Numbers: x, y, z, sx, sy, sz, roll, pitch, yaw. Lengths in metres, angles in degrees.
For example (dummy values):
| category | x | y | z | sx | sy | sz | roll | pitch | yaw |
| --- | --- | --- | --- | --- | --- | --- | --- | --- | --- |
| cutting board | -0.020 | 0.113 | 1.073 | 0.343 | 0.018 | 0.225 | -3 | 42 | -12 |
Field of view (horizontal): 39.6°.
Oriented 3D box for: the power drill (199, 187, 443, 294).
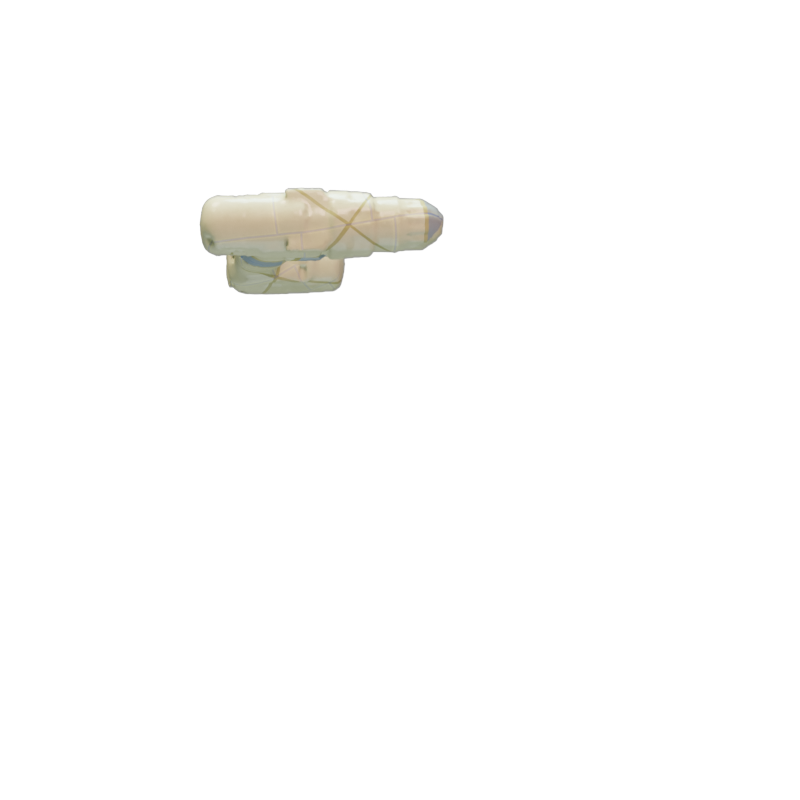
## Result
| category | x | y | z | sx | sy | sz | roll | pitch | yaw |
| --- | --- | --- | --- | --- | --- | --- | --- | --- | --- |
| power drill | -0.071 | -0.129 | 0.904 | 0.183 | 0.059 | 0.185 | 1 | -6 | -8 |
